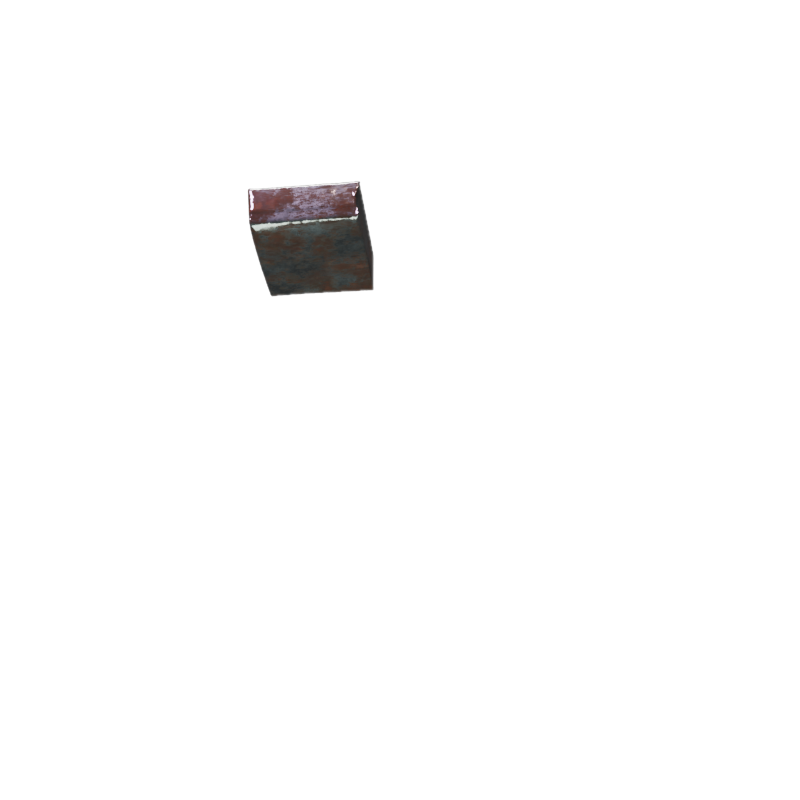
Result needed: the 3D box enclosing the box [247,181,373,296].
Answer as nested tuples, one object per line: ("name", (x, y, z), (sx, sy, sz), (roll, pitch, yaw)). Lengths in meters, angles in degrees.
("box", (-0.071, -0.128, 0.900), (0.090, 0.041, 0.106), (-3, -27, 5))
